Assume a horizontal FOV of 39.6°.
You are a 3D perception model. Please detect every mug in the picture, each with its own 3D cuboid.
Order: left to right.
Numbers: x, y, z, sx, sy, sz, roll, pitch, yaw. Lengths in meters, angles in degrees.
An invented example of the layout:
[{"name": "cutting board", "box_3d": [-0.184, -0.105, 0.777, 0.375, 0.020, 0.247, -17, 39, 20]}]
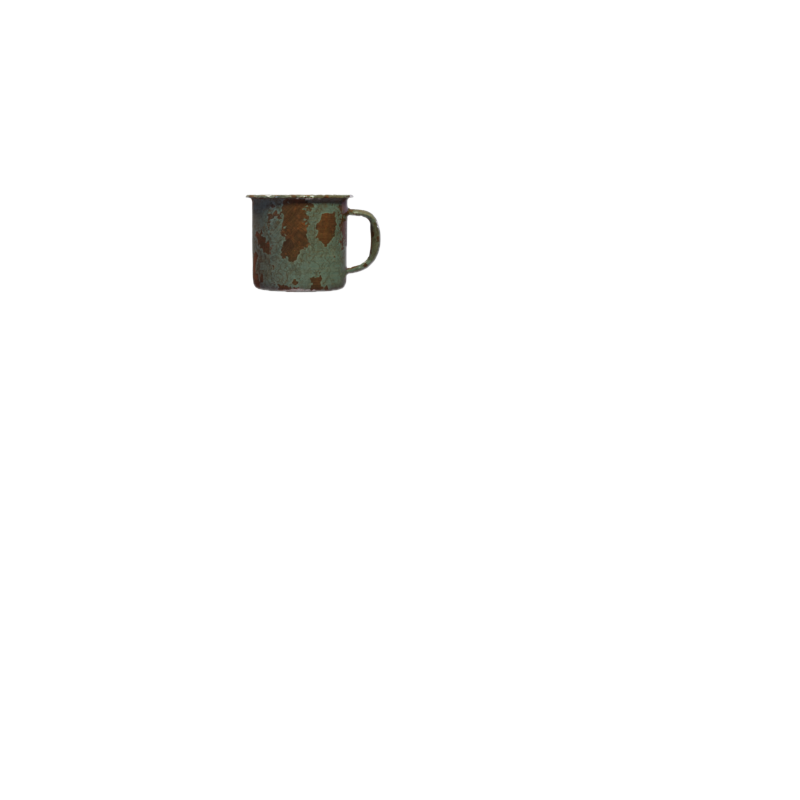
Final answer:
[{"name": "mug", "box_3d": [-0.075, -0.137, 0.959, 0.116, 0.081, 0.095, -1, 7, -9]}]
